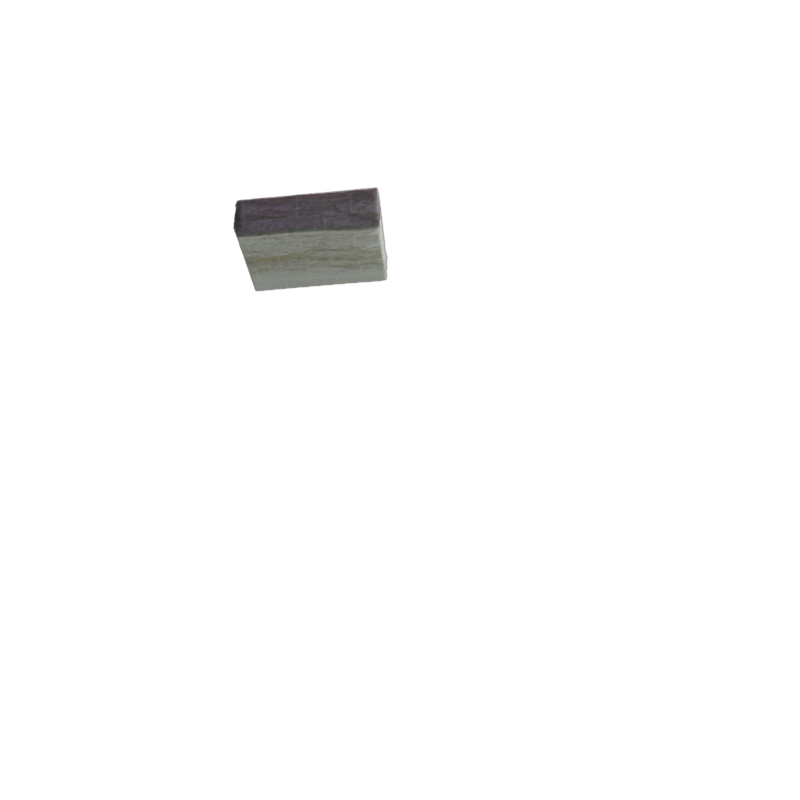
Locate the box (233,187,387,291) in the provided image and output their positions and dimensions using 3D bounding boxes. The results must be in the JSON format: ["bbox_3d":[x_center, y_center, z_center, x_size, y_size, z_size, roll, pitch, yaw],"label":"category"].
[{"bbox_3d":[-0.069,-0.125,0.877,0.114,0.041,0.084,-2,-25,4],"label":"box"}]
